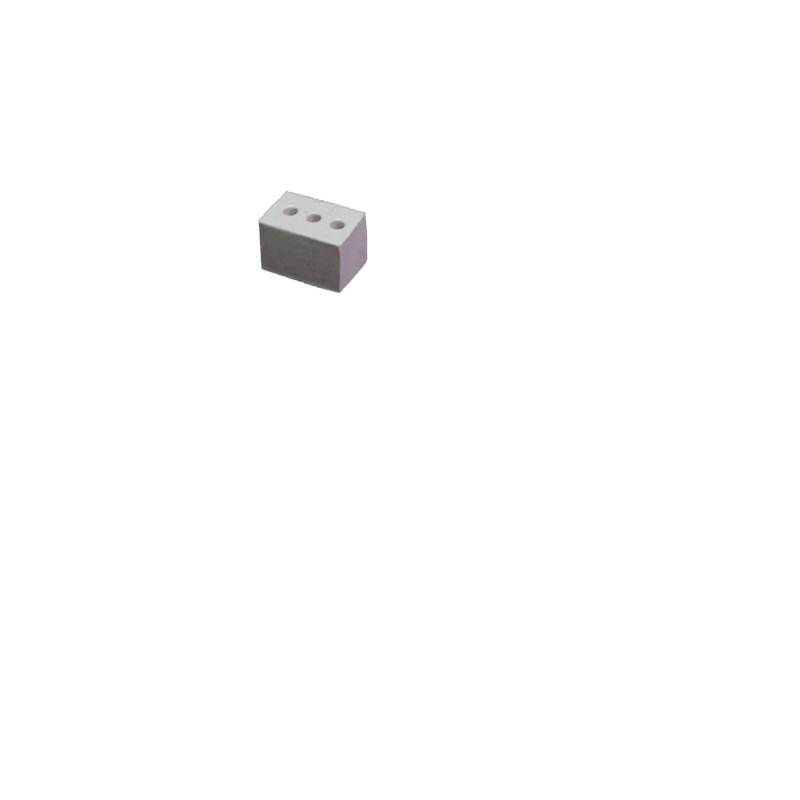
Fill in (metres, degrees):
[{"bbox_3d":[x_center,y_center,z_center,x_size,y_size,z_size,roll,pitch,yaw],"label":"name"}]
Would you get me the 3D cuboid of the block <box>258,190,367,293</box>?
[{"bbox_3d":[-0.073,-0.132,0.928,0.081,0.048,0.054,18,42,19],"label":"block"}]
